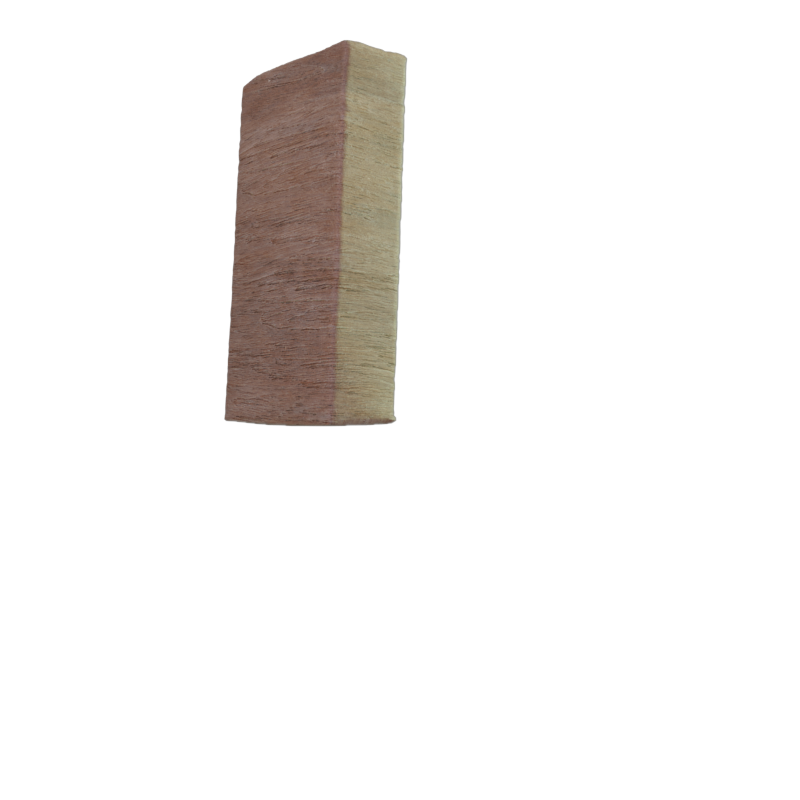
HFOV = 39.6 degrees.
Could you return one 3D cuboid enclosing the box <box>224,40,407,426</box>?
[{"bbox_3d":[-0.043,-0.077,0.539,0.046,0.180,0.096,5,-9,-38],"label":"box"}]
